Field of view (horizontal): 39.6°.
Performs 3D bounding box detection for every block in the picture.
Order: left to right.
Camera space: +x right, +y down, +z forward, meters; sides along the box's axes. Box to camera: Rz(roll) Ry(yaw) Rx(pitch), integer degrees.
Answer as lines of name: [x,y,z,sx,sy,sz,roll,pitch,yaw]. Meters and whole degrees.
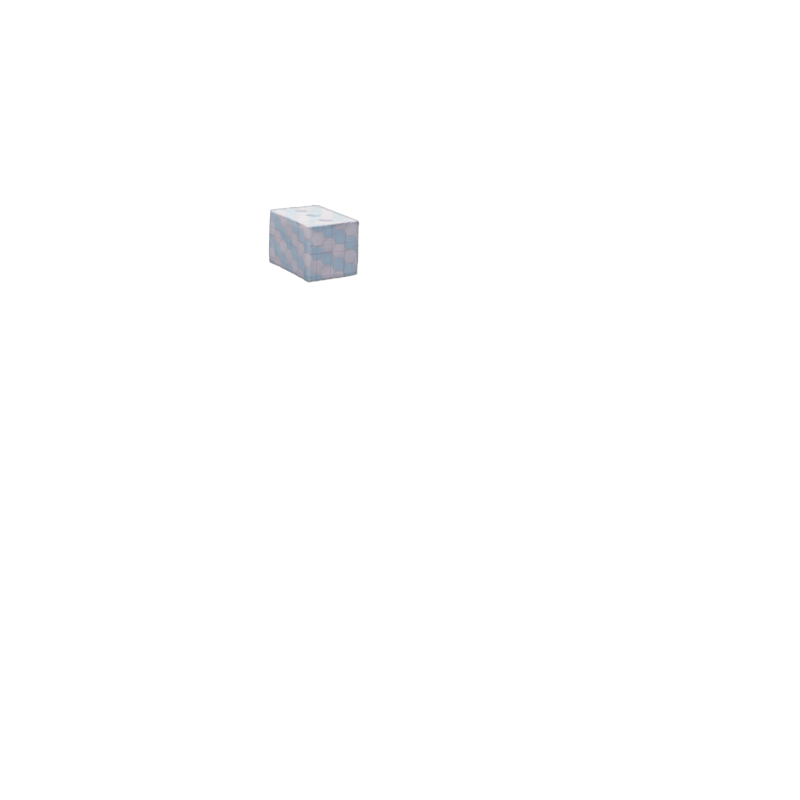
block: [-0.078,-0.142,0.998,0.051,0.049,0.083,-10,22,-30]
